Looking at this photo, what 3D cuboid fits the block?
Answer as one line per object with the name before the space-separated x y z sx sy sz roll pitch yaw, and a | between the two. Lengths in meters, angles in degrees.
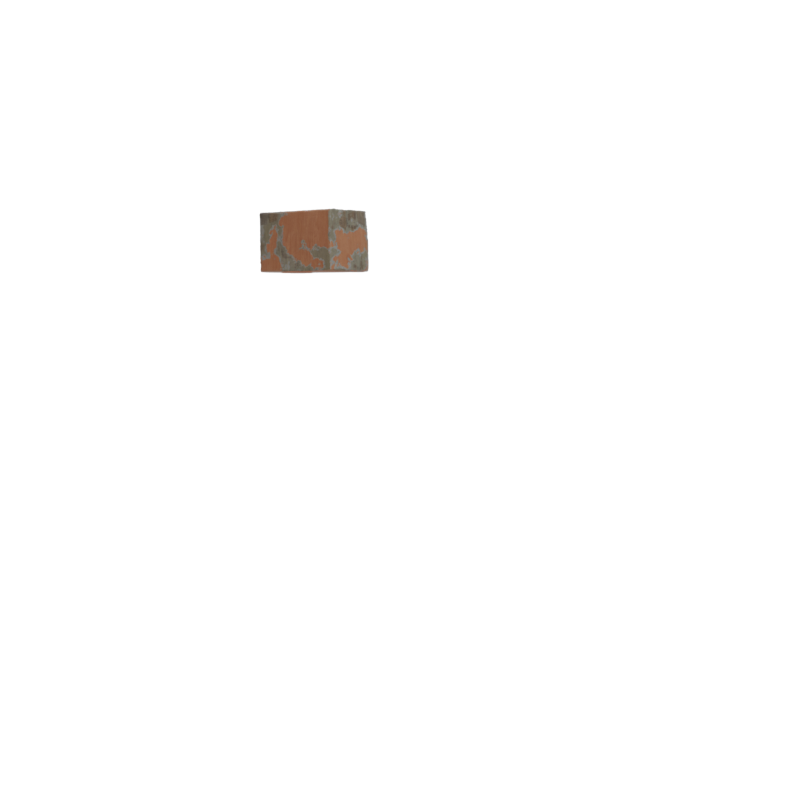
block | -0.073 -0.132 0.928 0.081 0.051 0.051 2 2 36
